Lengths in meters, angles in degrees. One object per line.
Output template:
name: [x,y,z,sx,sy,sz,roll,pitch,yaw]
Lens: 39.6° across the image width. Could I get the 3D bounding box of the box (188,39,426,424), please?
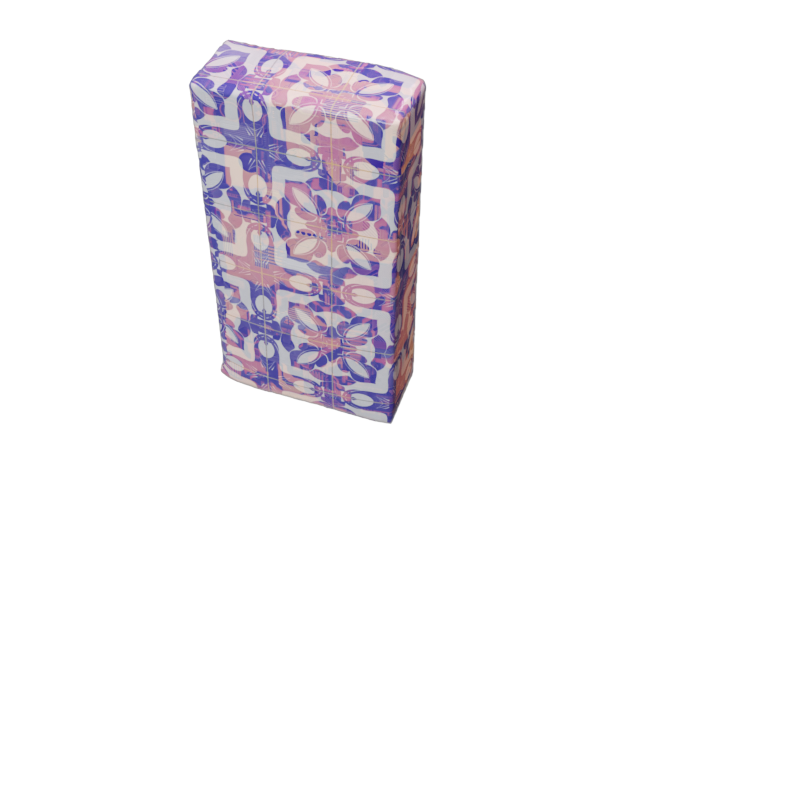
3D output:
box: [-0.039,-0.072,0.505,0.096,0.164,0.050,16,43,14]
